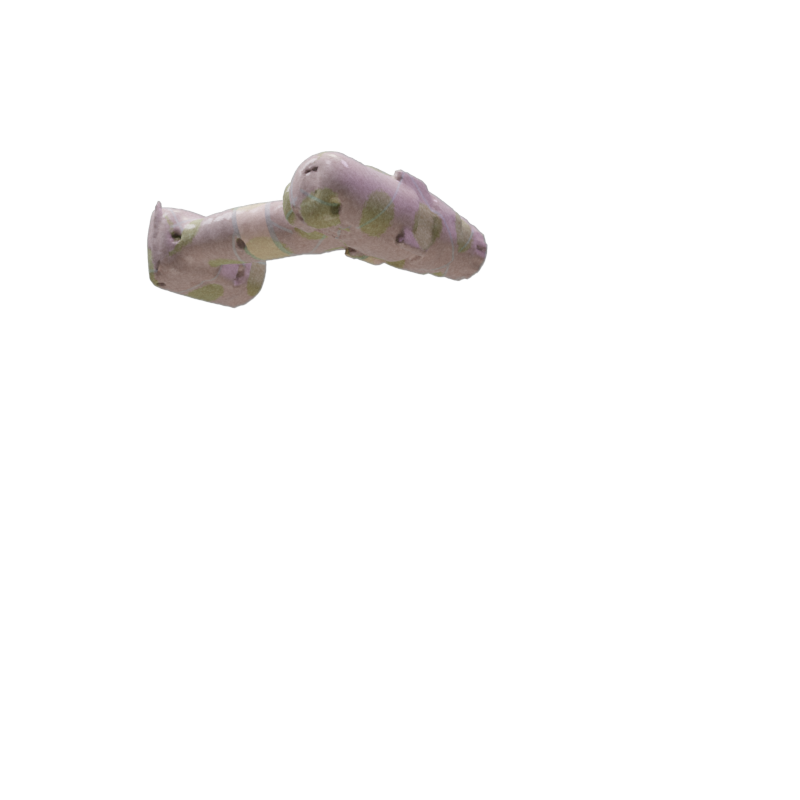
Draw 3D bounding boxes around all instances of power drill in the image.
[{"bbox_3d":[-0.057,-0.104,0.727,0.192,0.060,0.174,-9,-15,34],"label":"power drill"}]
